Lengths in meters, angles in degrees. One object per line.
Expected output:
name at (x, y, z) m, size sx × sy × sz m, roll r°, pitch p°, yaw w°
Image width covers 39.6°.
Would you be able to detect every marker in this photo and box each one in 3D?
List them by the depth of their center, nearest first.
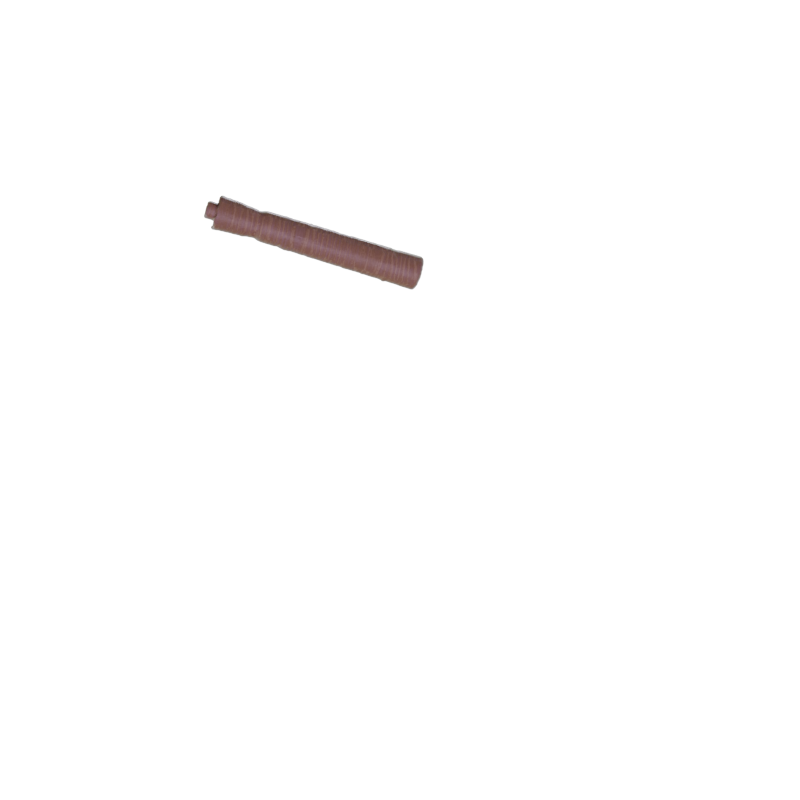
marker at (-0.047, -0.086, 0.600) m, size 0.119 × 0.020 × 0.020 m, roll 16°, pitch 1°, yaw -7°
